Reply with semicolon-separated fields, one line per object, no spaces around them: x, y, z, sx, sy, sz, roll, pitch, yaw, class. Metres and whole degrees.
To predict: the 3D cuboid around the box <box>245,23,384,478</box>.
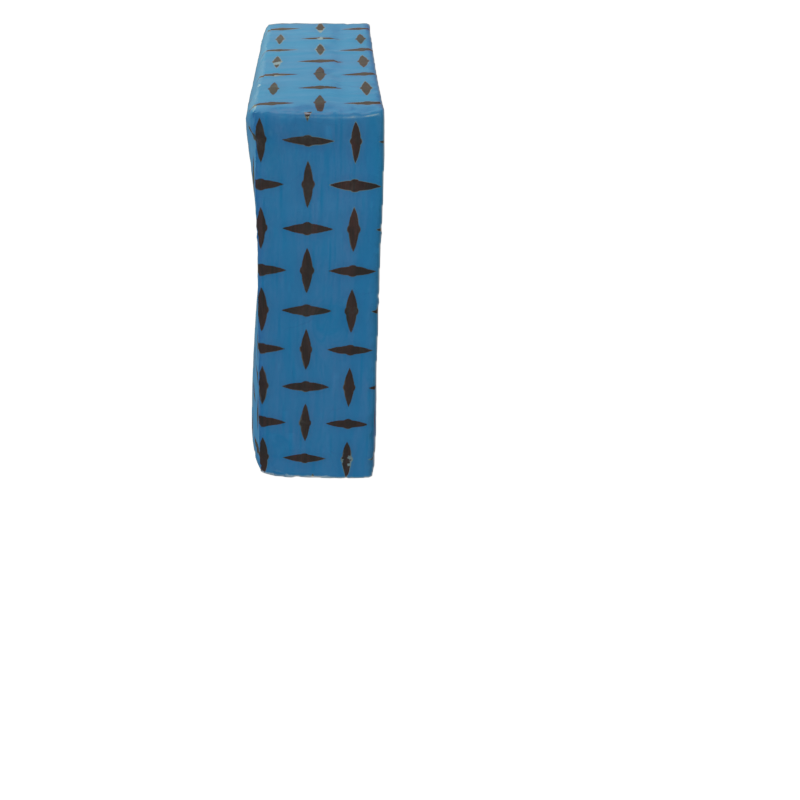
-0.049;-0.090;0.632;0.072;0.202;0.174;0;29;-4;box
